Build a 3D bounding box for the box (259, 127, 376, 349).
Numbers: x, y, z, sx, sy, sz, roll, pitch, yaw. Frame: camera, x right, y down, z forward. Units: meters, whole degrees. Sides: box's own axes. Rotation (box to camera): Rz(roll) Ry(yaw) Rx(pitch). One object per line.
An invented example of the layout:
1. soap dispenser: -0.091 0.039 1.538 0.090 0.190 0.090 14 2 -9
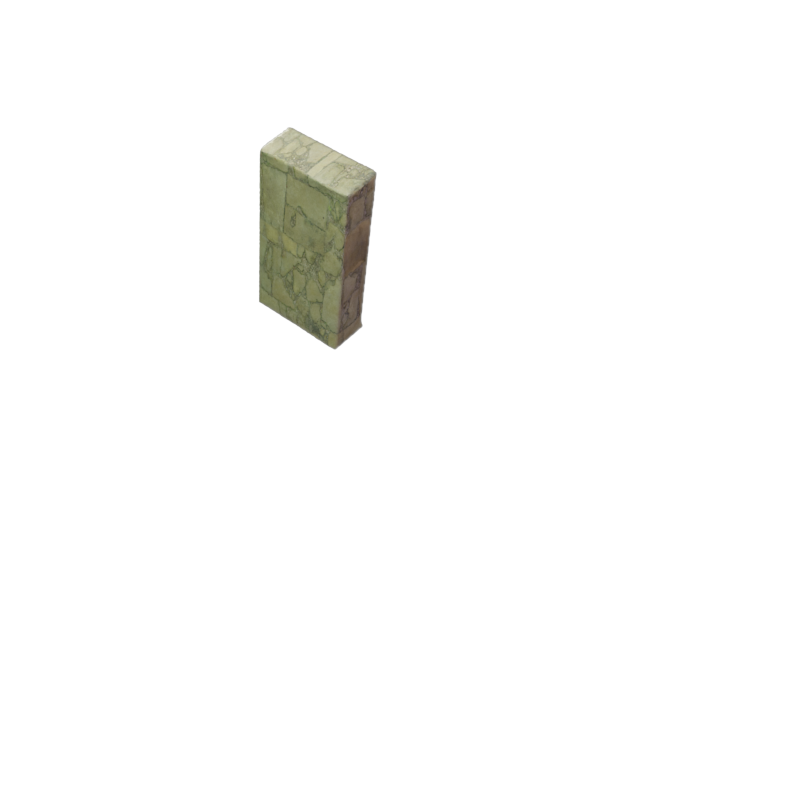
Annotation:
1. box: -0.073 -0.133 0.929 0.098 0.164 0.049 32 53 23
